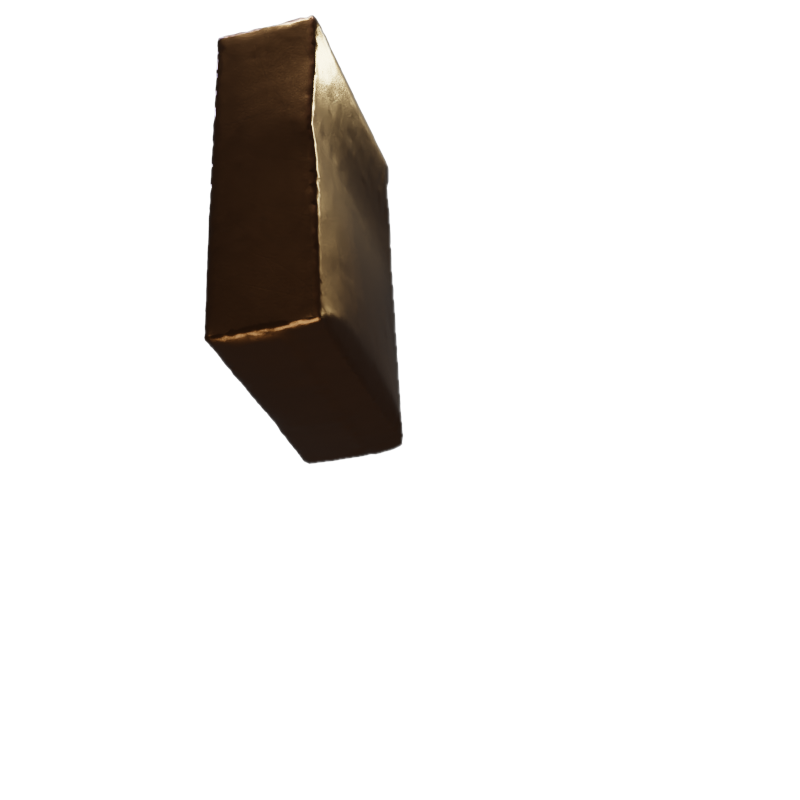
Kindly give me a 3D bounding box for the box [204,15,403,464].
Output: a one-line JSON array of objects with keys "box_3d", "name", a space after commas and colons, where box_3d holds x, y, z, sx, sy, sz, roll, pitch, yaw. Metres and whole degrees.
[{"box_3d": [-0.052, -0.094, 0.662, 0.073, 0.228, 0.152, -11, -33, 13], "name": "box"}]
